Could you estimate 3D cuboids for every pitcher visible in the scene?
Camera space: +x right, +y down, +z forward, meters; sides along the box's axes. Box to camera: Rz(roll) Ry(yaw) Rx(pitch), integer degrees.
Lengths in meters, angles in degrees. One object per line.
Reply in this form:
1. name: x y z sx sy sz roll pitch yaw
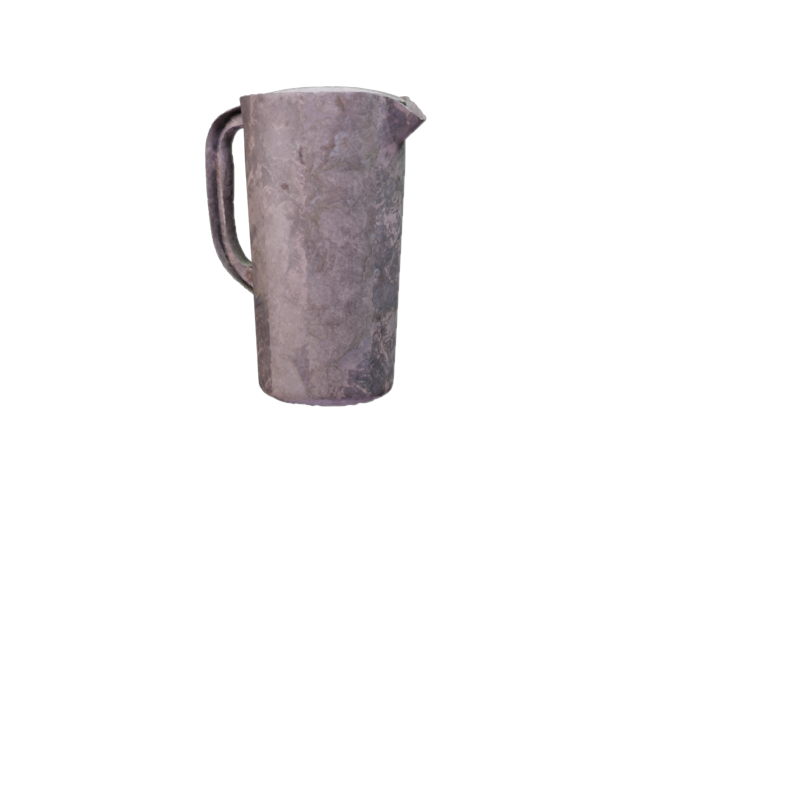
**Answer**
1. pitcher: -0.069 -0.125 0.877 0.141 0.240 0.155 -2 7 -21
